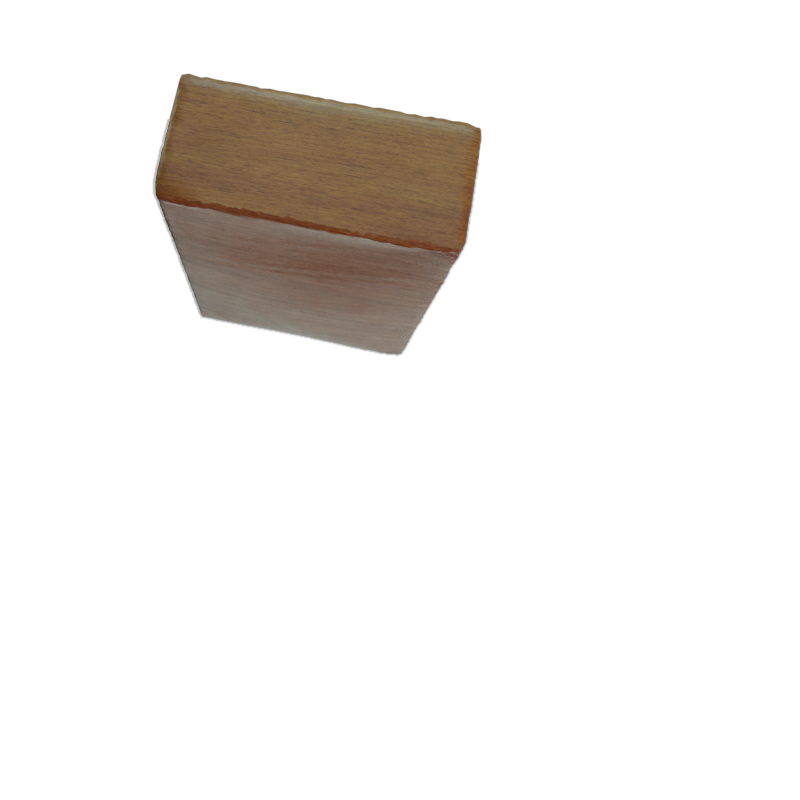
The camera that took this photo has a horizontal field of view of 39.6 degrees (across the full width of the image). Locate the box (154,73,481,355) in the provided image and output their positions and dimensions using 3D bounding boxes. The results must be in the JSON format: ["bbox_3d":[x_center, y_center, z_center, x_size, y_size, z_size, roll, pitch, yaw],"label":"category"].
[{"bbox_3d":[-0.032,-0.057,0.401,0.093,0.049,0.173,11,-6,-2],"label":"box"}]
